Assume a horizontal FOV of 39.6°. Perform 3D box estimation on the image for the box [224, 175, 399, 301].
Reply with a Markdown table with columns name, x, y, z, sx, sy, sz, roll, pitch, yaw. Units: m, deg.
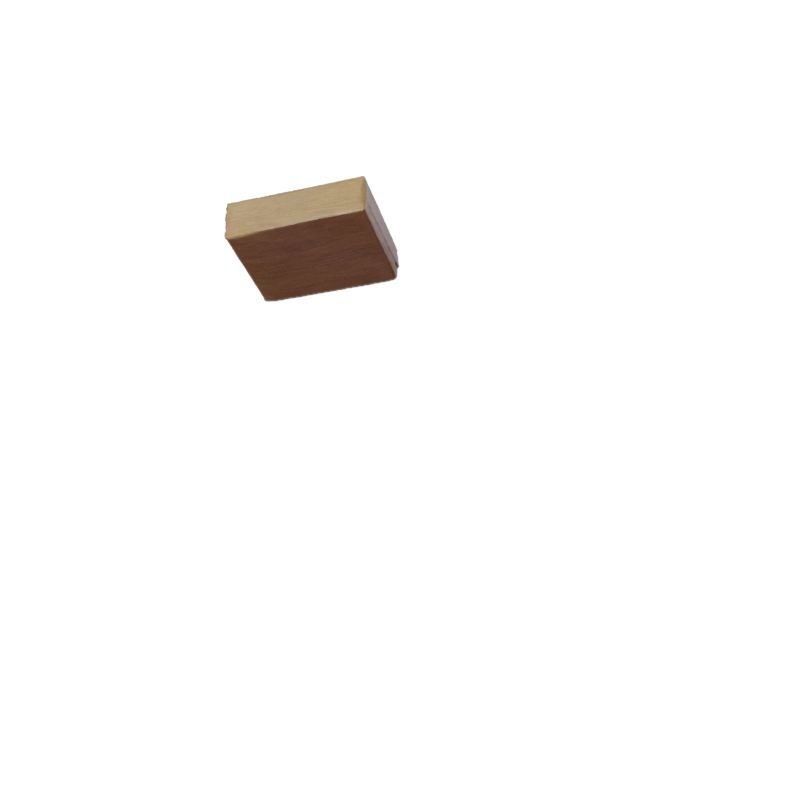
| name | x | y | z | sx | sy | sz | roll | pitch | yaw |
| --- | --- | --- | --- | --- | --- | --- | --- | --- | --- |
| box | -0.067 | -0.121 | 0.850 | 0.115 | 0.042 | 0.083 | -10 | -36 | 13 |
